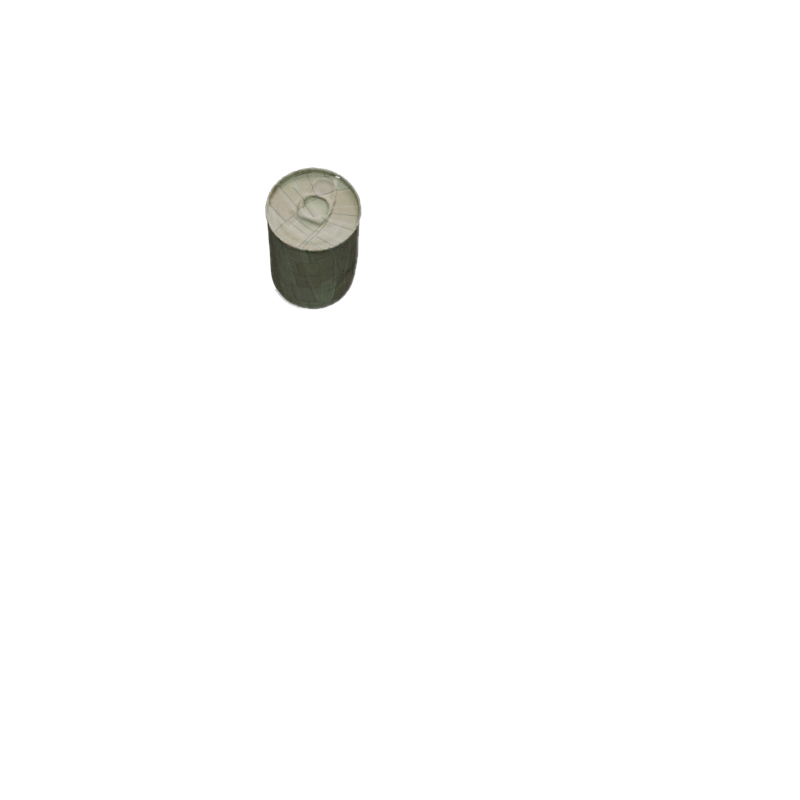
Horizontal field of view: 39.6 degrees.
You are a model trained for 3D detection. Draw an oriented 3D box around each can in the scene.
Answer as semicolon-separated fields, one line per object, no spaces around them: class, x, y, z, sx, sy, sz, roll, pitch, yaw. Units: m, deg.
can;-0.065;-0.118;0.826;0.068;0.072;0.097;0;-23;-3
